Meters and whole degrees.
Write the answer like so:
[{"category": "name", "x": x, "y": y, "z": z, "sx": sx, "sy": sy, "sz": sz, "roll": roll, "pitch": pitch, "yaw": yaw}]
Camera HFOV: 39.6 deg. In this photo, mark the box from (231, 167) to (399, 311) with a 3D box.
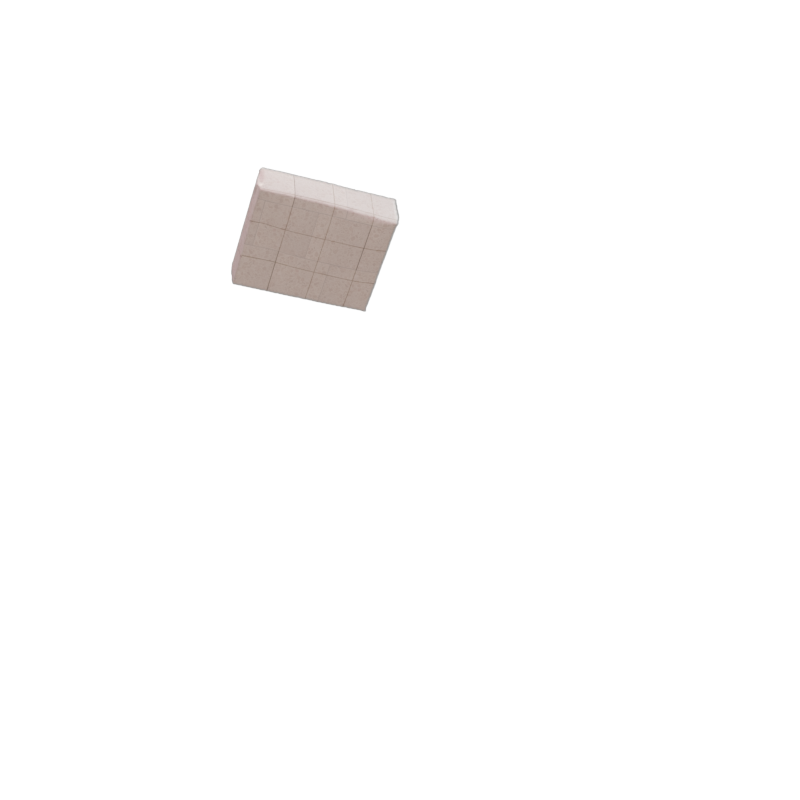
[{"category": "box", "x": -0.067, "y": -0.123, "z": 0.862, "sx": 0.111, "sy": 0.086, "sz": 0.041, "roll": 14, "pitch": 33, "yaw": -10}]
